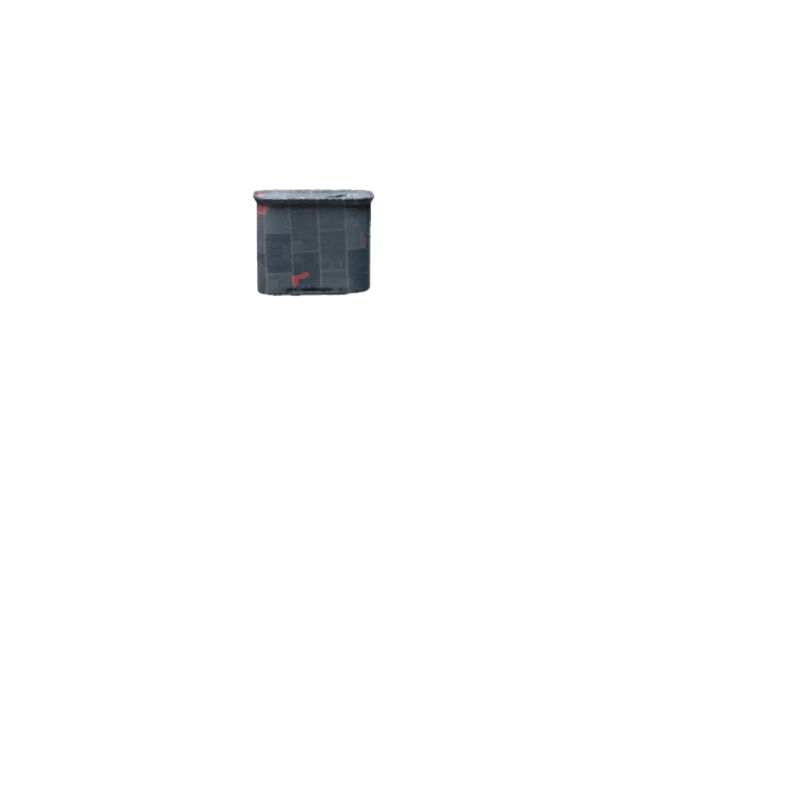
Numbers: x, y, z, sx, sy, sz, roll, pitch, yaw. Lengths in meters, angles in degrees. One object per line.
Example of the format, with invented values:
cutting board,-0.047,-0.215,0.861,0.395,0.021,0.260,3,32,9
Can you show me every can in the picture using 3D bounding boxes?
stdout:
can,-0.074,-0.135,0.942,0.101,0.082,0.059,-1,12,-4
